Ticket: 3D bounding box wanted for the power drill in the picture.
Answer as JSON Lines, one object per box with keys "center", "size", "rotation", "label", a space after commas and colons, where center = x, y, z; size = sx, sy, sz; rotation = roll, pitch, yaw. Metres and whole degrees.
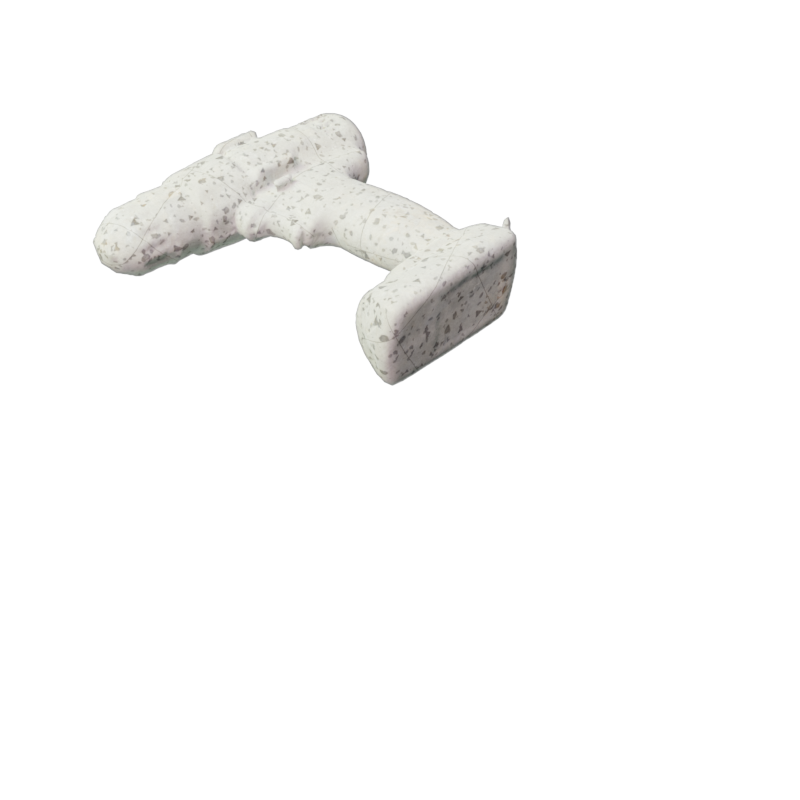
{"center": [-0.047, -0.086, 0.603], "size": [0.185, 0.053, 0.201], "rotation": [-32, 51, -31], "label": "power drill"}
